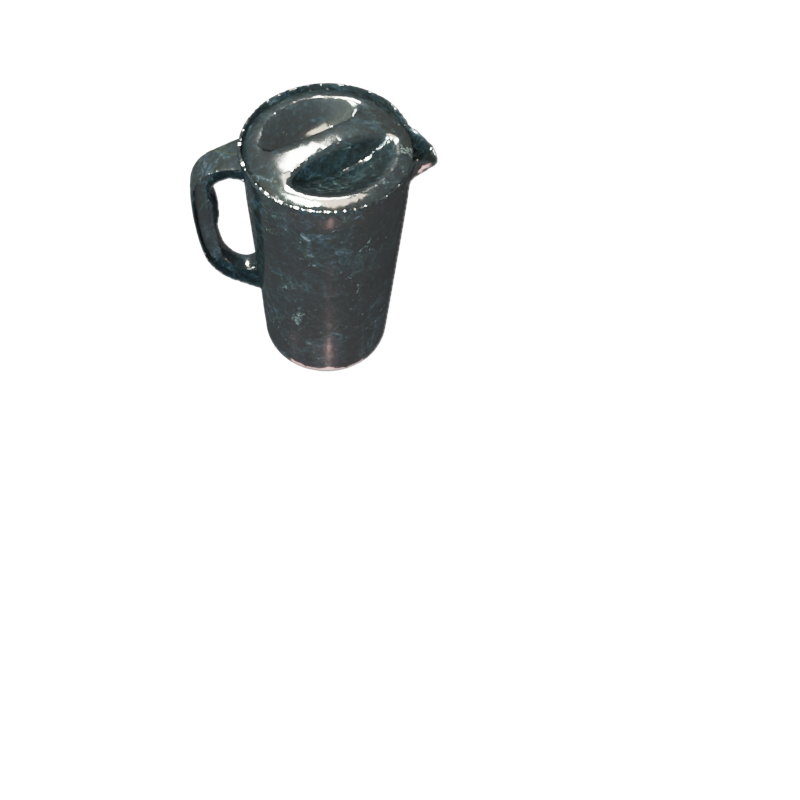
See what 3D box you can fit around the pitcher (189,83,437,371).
[{"bbox_3d":[-0.071,-0.130,0.909,0.157,0.148,0.227,34,-30,19],"label":"pitcher"}]
